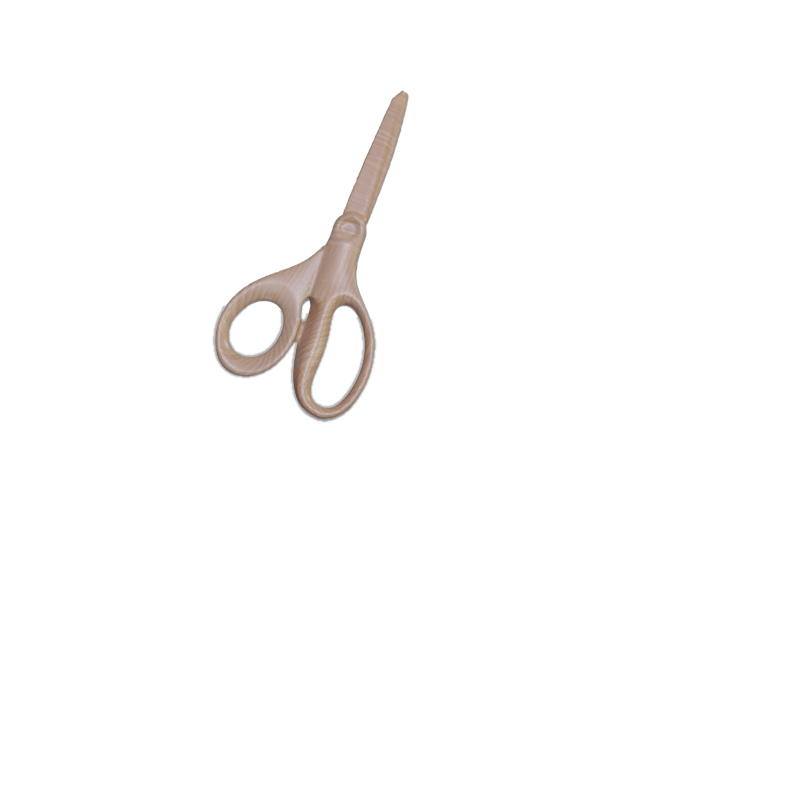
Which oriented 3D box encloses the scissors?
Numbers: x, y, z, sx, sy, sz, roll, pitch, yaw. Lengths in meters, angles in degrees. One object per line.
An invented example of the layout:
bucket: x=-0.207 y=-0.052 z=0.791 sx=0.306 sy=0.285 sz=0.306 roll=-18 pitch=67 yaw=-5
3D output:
scissors: x=-0.049 y=-0.089 z=0.624 sx=0.096 sy=0.211 sz=0.015 roll=3 pitch=-21 yaw=1
